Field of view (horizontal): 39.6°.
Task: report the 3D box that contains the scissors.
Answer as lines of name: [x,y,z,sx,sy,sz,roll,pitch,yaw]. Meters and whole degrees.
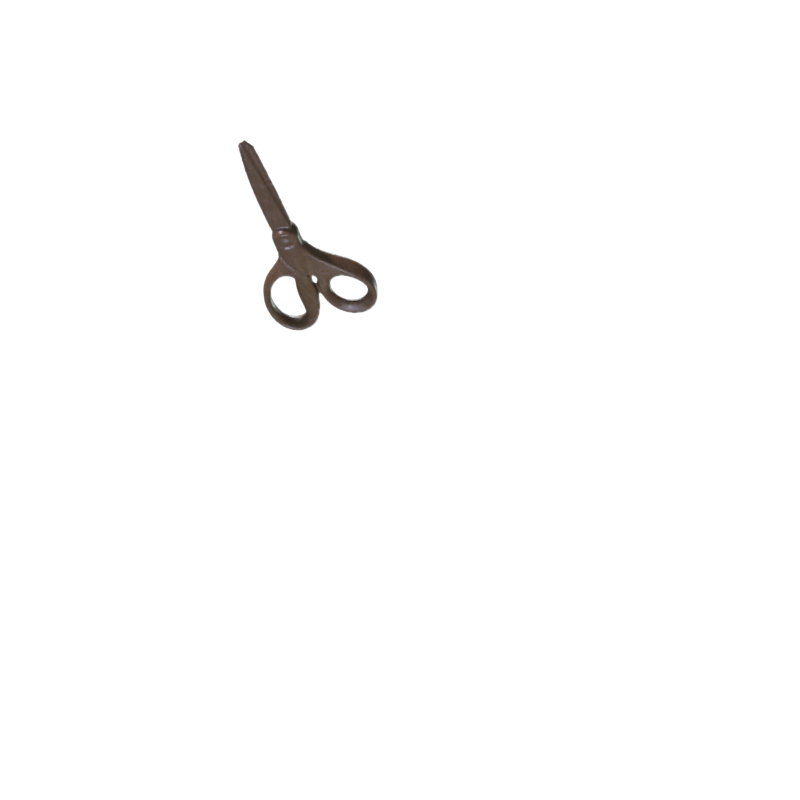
scissors: [-0.063,-0.114,0.799,0.096,0.017,0.188,1,-35,-2]
